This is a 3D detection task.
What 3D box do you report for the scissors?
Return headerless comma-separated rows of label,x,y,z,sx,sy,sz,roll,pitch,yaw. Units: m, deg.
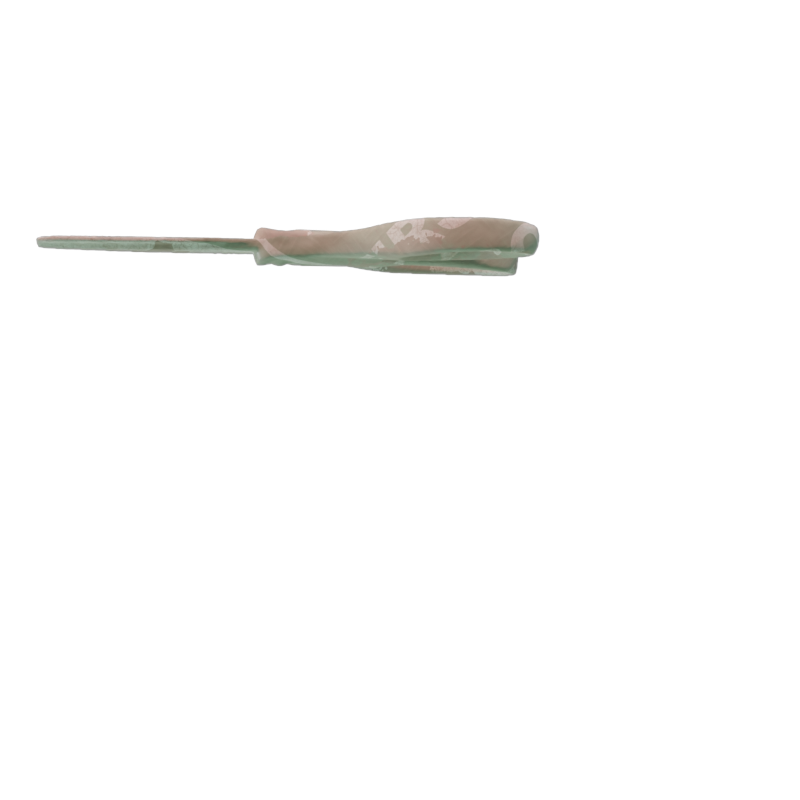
scissors,-0.034,-0.063,0.438,0.196,0.016,0.098,0,-1,-23
